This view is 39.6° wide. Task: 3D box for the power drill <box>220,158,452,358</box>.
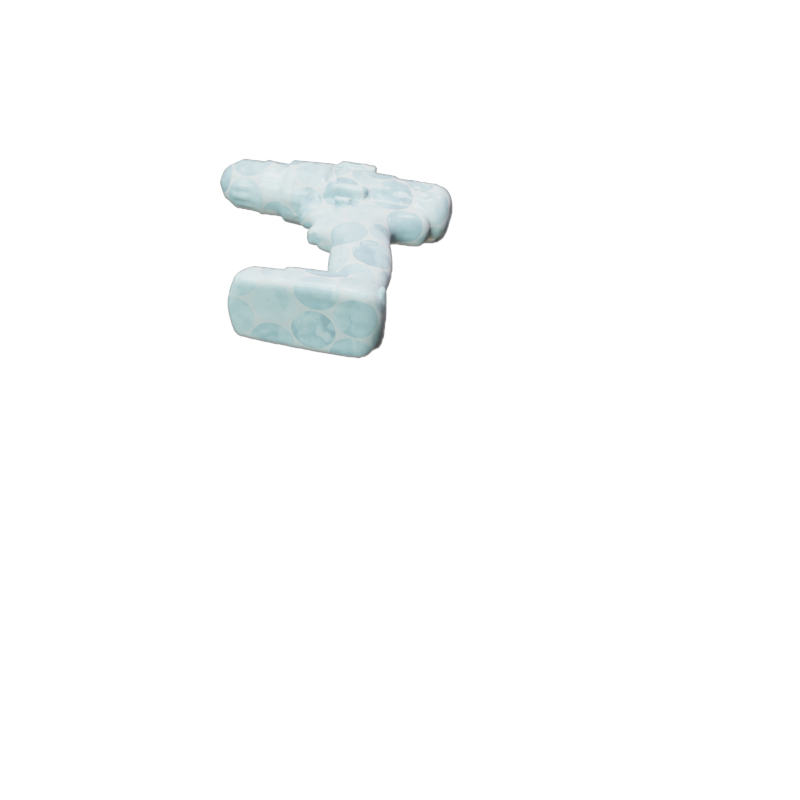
[{"bbox_3d":[-0.064,-0.116,0.812,0.188,0.054,0.197,8,40,9],"label":"power drill"}]
